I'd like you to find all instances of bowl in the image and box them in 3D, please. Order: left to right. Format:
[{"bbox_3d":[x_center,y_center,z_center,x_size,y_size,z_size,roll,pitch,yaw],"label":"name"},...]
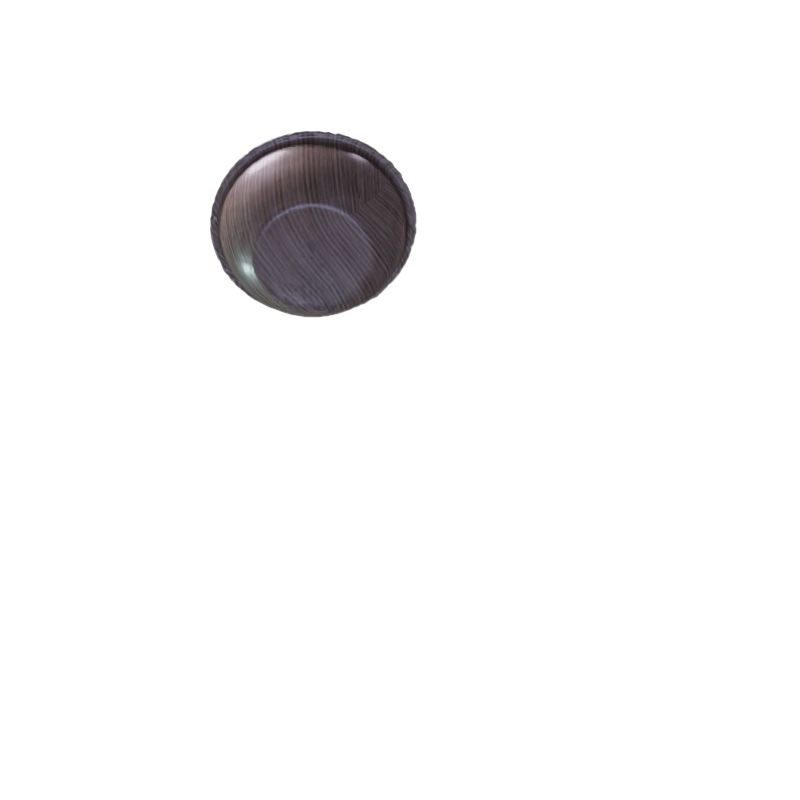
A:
[{"bbox_3d":[-0.066,-0.121,0.847,0.162,0.153,0.058,1,29,-1],"label":"bowl"}]
